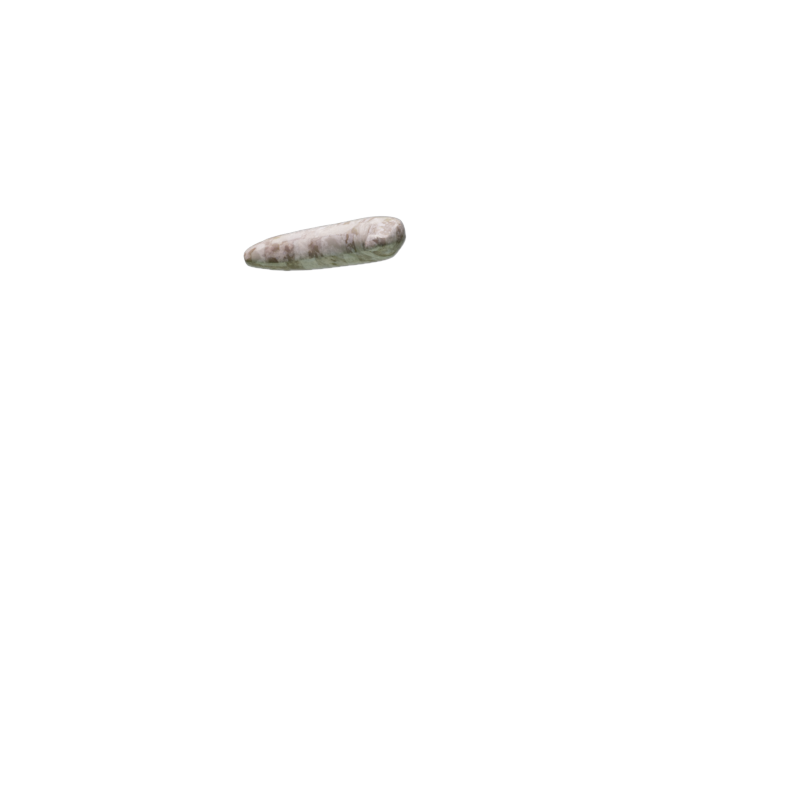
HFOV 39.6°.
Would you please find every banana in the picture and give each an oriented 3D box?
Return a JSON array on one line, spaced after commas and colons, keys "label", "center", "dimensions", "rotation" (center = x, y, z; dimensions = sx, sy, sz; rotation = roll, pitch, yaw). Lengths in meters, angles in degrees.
[{"label": "banana", "center": [-0.054, -0.130, 0.918], "dimensions": [0.067, 0.037, 0.204], "rotation": [1, 0, -36]}]
